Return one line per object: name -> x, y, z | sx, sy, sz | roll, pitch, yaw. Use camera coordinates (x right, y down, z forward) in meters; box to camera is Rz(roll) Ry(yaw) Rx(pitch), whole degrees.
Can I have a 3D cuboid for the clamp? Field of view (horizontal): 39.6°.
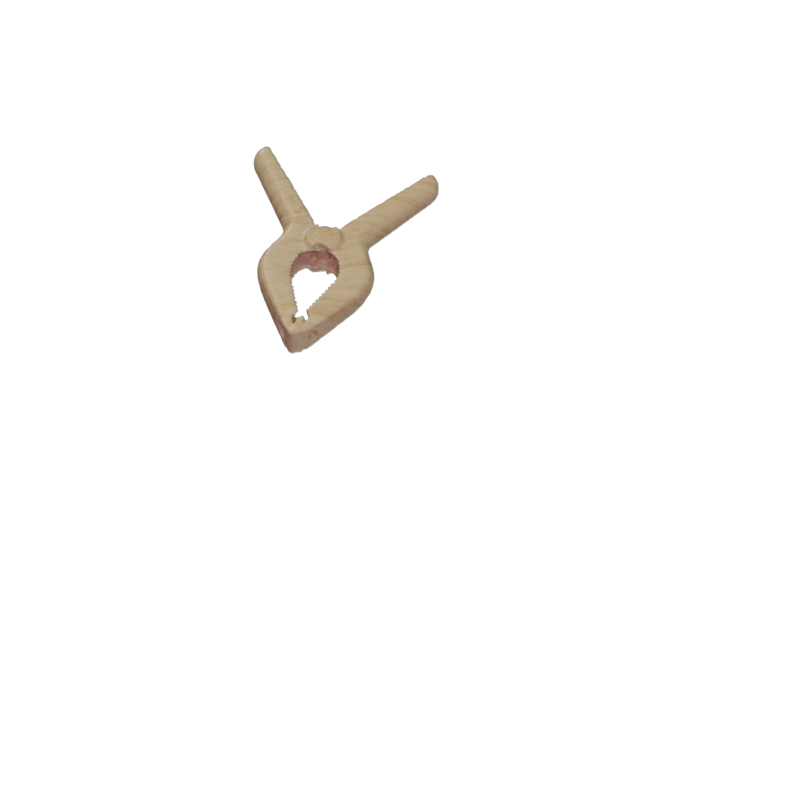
clamp -> -0.072, -0.132, 0.923 | 0.168, 0.220, 0.034 | 14, -37, 11
